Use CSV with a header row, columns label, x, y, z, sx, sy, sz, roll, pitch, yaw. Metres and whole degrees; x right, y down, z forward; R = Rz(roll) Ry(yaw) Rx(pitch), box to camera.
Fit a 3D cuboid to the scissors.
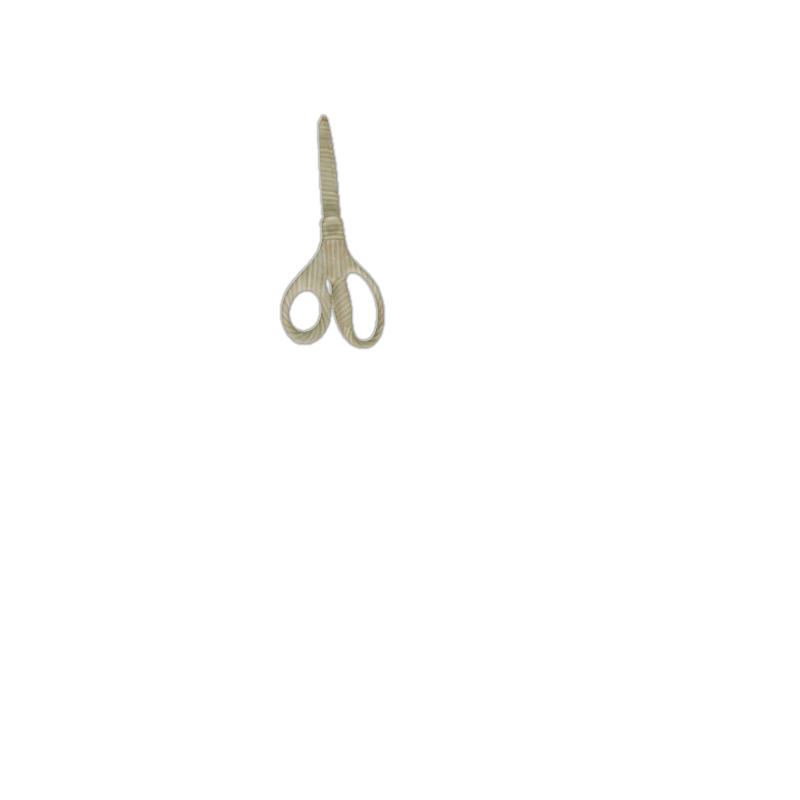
label,x,y,z,sx,sy,sz,roll,pitch,yaw
scissors,-0.074,-0.135,0.948,0.096,0.206,0.015,-20,-7,-3
